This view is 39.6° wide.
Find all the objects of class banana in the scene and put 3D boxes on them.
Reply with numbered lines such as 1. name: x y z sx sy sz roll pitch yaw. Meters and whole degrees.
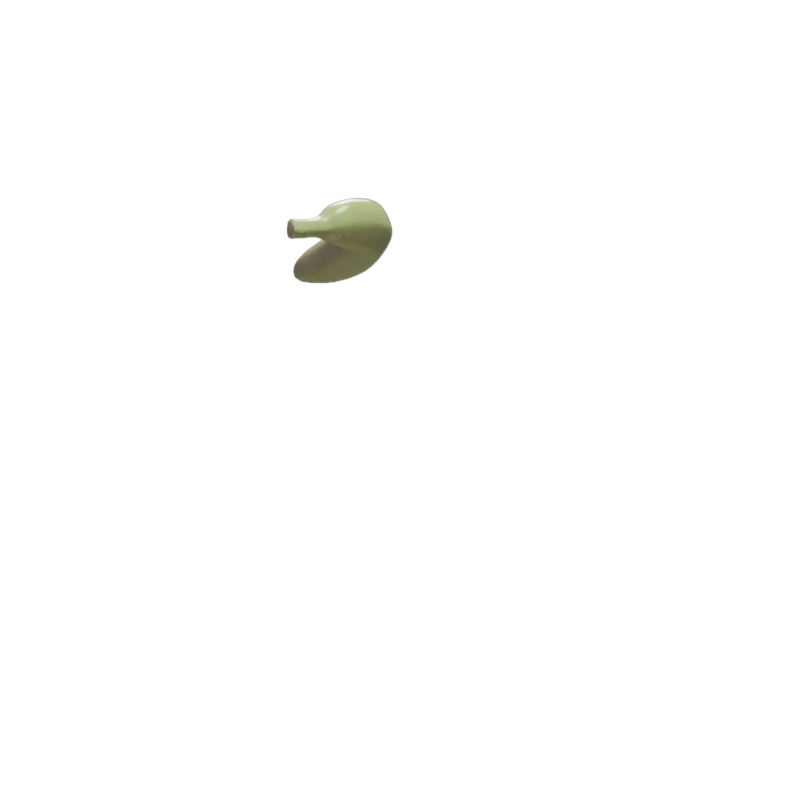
1. banana: -0.041 -0.110 0.765 0.069 0.037 0.194 0 -4 -3
